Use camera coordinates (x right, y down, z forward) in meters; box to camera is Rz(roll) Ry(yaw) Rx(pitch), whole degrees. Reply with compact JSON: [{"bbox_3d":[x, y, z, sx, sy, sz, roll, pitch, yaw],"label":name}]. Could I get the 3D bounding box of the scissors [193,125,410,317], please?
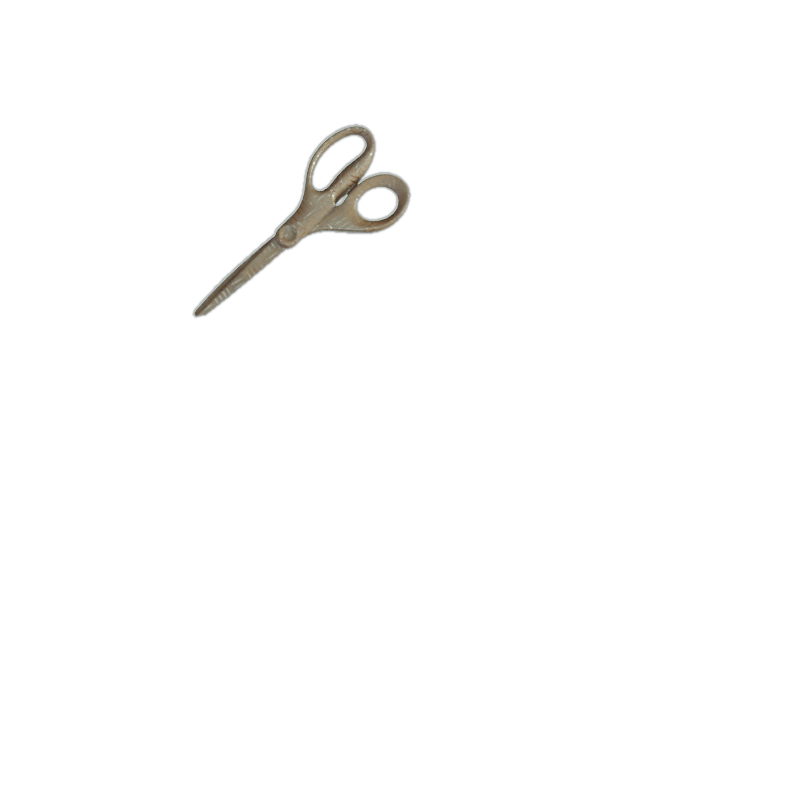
[{"bbox_3d":[-0.069,-0.126,0.883,0.097,0.204,0.015,32,-9,6],"label":"scissors"}]
